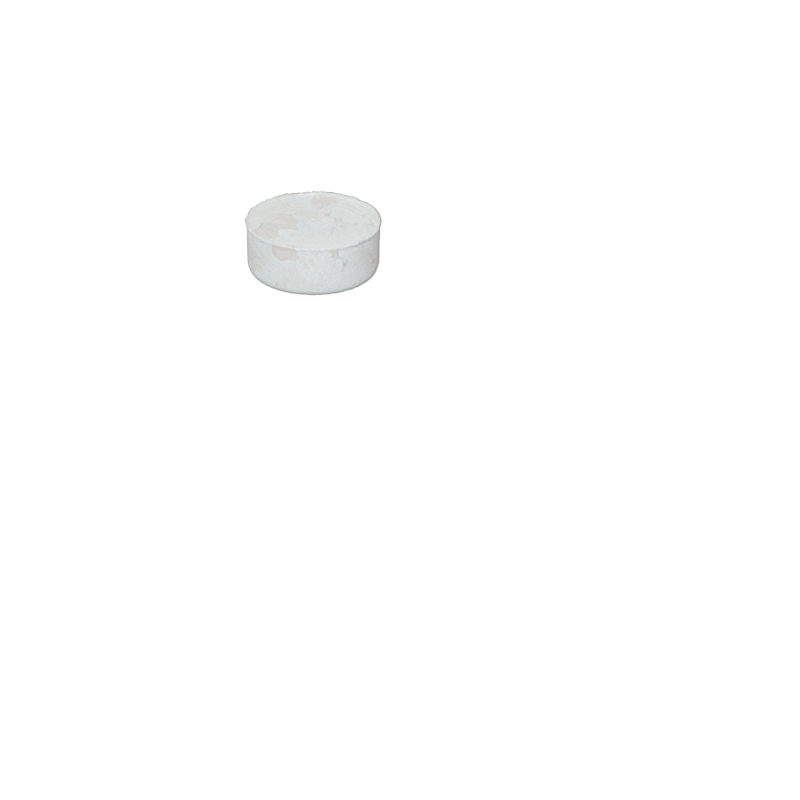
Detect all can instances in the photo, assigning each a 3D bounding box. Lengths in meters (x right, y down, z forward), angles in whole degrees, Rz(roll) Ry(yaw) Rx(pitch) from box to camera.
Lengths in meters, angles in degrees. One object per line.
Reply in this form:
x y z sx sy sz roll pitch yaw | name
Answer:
-0.055 -0.100 0.704 0.086 0.032 0.091 -1 32 -2 | can
